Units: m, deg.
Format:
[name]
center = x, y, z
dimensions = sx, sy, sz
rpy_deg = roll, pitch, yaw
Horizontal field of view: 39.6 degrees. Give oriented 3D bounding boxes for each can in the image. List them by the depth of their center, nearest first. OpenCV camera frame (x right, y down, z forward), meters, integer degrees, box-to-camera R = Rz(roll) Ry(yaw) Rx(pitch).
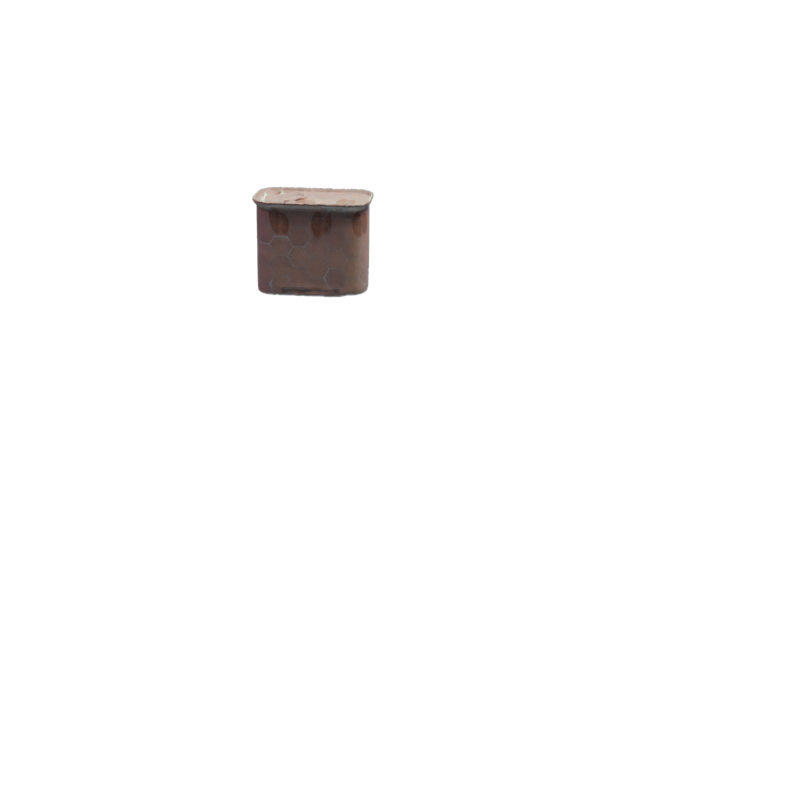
[can]
center = -0.075, -0.137, 0.959
dimensions = 0.103, 0.080, 0.059
rpy_deg = 3, 19, 6
